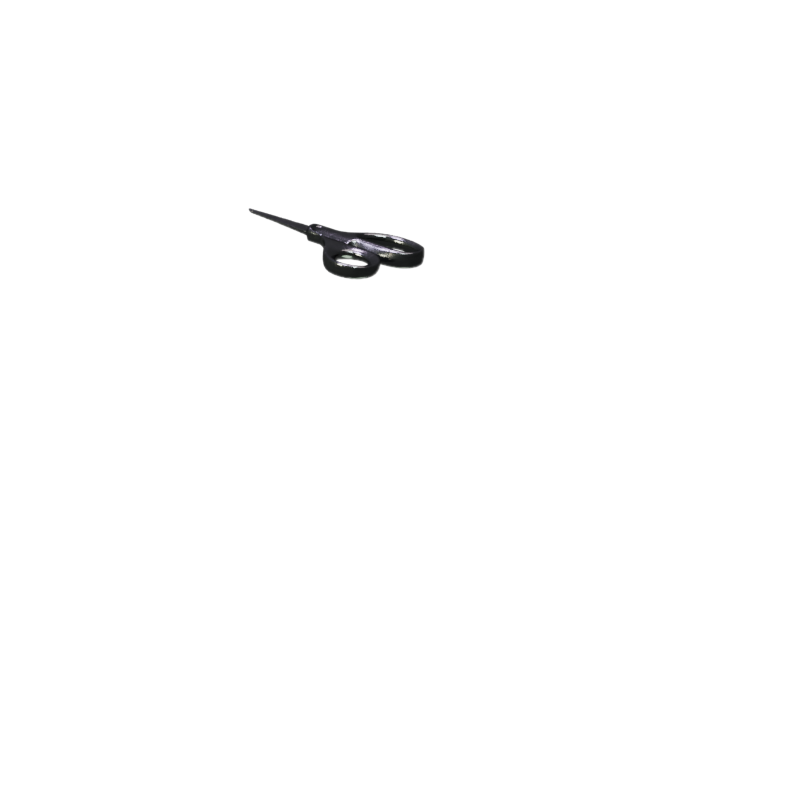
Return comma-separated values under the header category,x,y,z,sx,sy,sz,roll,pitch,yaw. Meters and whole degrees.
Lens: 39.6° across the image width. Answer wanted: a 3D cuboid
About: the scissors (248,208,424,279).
category,x,y,z,sx,sy,sz,roll,pitch,yaw
scissors,-0.077,-0.141,0.985,0.211,0.015,0.097,15,30,28
